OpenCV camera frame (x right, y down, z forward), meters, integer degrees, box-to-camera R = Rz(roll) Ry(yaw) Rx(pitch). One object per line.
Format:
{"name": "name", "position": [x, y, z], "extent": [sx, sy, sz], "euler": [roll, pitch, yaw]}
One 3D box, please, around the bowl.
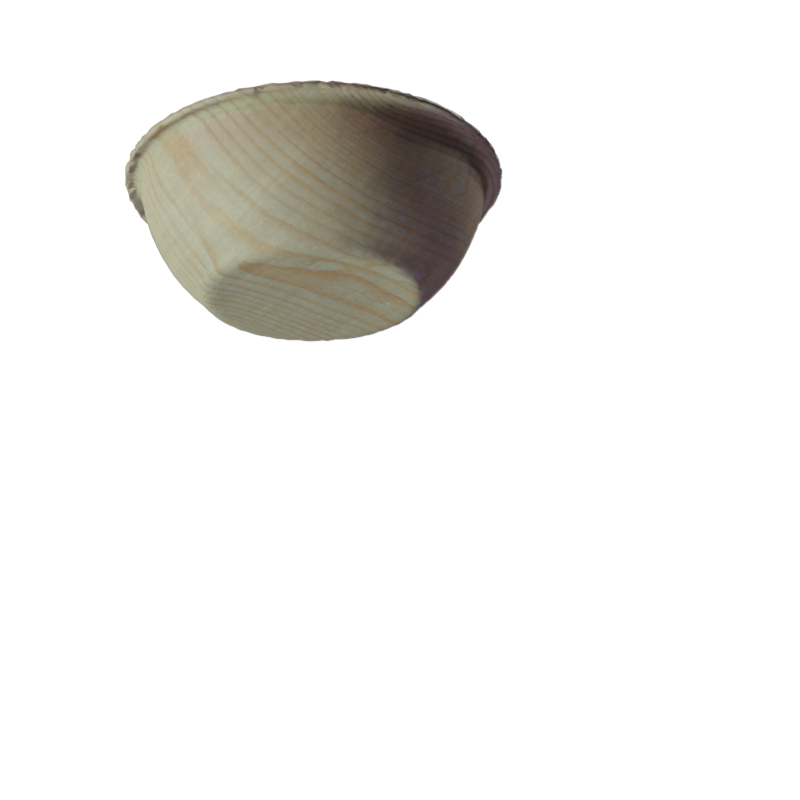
{"name": "bowl", "position": [-0.037, -0.067, 0.468], "extent": [0.162, 0.058, 0.154], "euler": [1, -21, -2]}
